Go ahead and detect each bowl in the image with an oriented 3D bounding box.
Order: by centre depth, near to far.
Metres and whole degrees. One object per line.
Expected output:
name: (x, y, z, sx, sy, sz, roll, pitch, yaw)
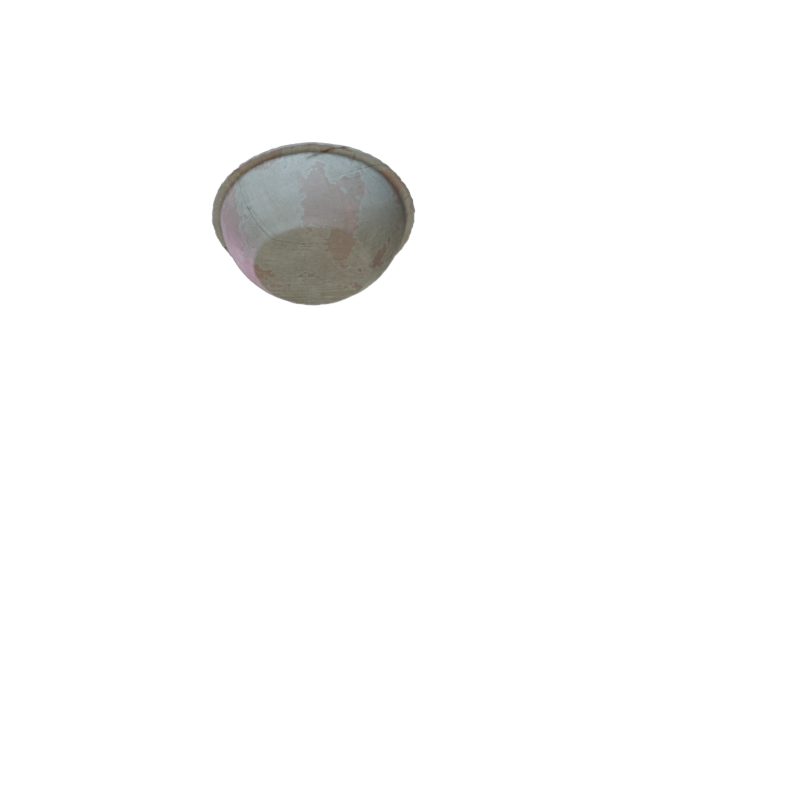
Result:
bowl: (-0.068, -0.124, 0.866, 0.162, 0.059, 0.151, 1, -39, -1)
